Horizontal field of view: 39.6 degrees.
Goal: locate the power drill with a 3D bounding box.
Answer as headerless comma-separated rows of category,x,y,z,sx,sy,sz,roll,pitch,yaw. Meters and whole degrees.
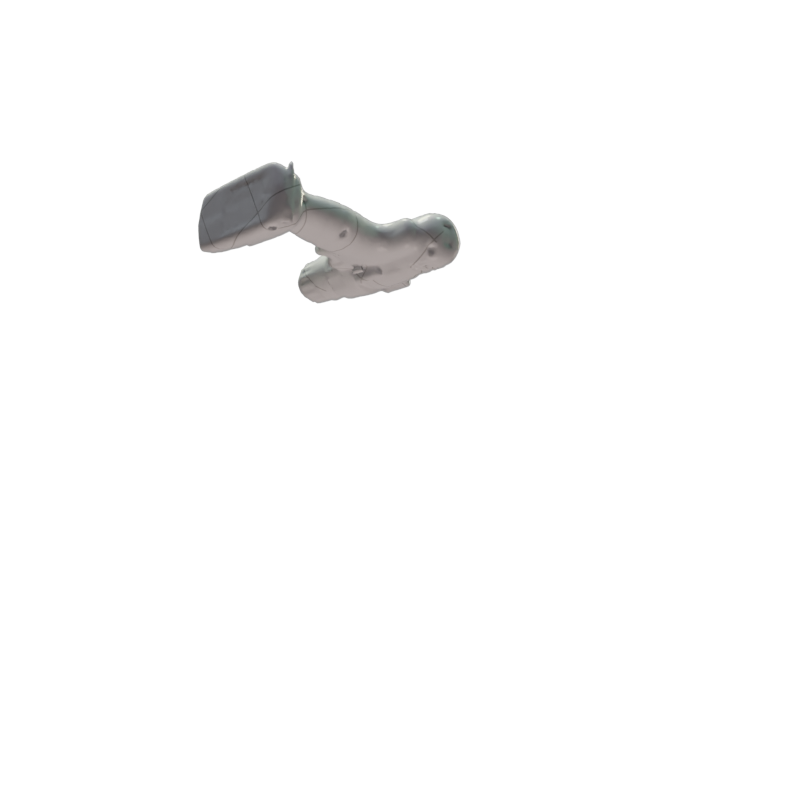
power drill,-0.073,-0.133,0.930,0.177,0.060,0.187,13,-20,-41
